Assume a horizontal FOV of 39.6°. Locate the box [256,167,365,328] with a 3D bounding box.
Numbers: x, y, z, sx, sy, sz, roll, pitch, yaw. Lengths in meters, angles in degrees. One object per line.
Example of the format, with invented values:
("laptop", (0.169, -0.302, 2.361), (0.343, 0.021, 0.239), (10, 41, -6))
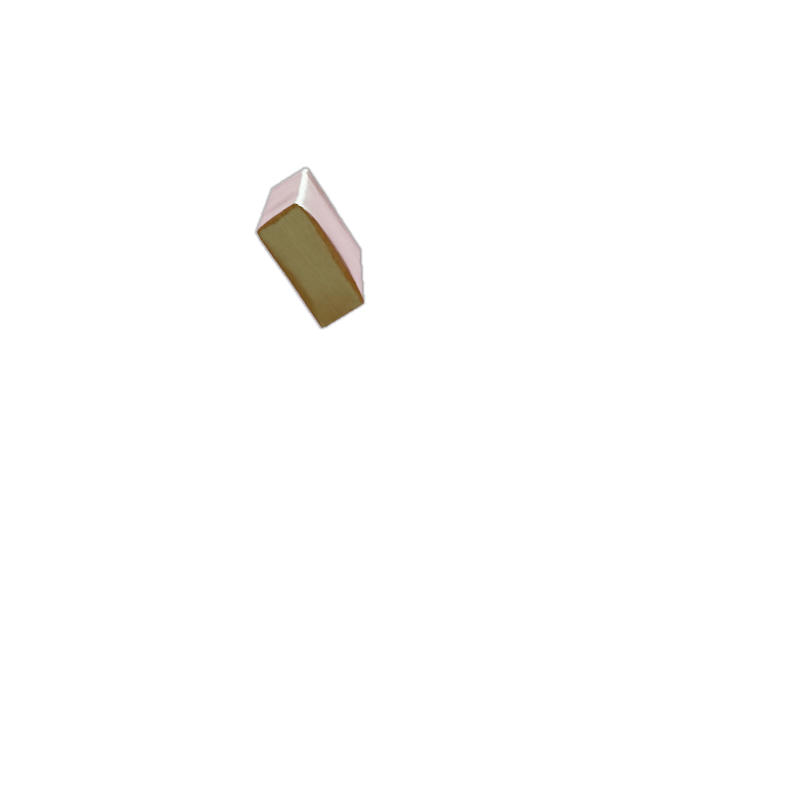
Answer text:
("box", (-0.071, -0.128, 0.902), (0.048, 0.090, 0.183), (-32, 16, 6))
